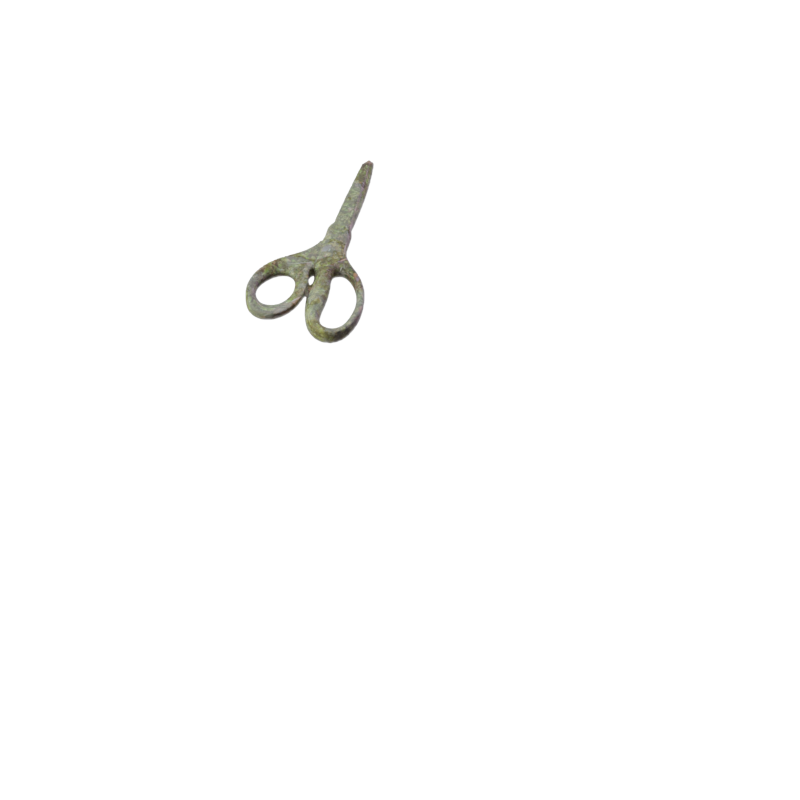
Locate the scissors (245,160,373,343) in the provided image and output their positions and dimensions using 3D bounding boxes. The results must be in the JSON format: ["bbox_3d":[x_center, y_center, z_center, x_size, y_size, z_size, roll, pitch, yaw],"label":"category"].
[{"bbox_3d":[-0.067,-0.122,0.855,0.096,0.216,0.015,-1,-44,-1],"label":"scissors"}]
